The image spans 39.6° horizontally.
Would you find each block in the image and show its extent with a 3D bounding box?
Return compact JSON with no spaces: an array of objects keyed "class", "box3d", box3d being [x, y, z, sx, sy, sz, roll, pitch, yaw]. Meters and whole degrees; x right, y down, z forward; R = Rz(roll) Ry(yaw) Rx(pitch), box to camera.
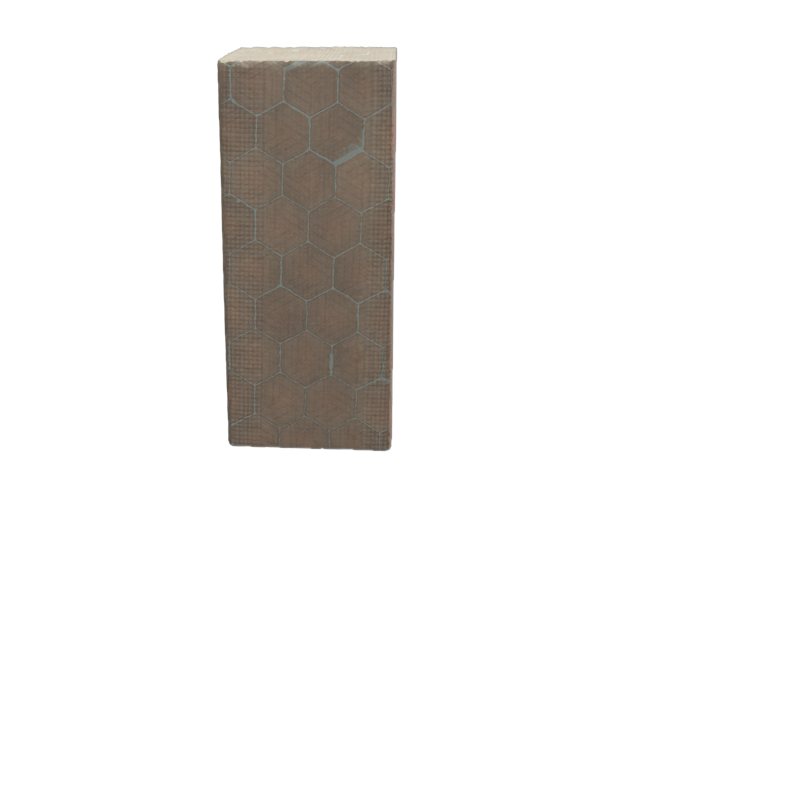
[{"class":"block","box3d":[-0.048,-0.087,0.608,0.091,0.199,0.093,2,16,2]}]
